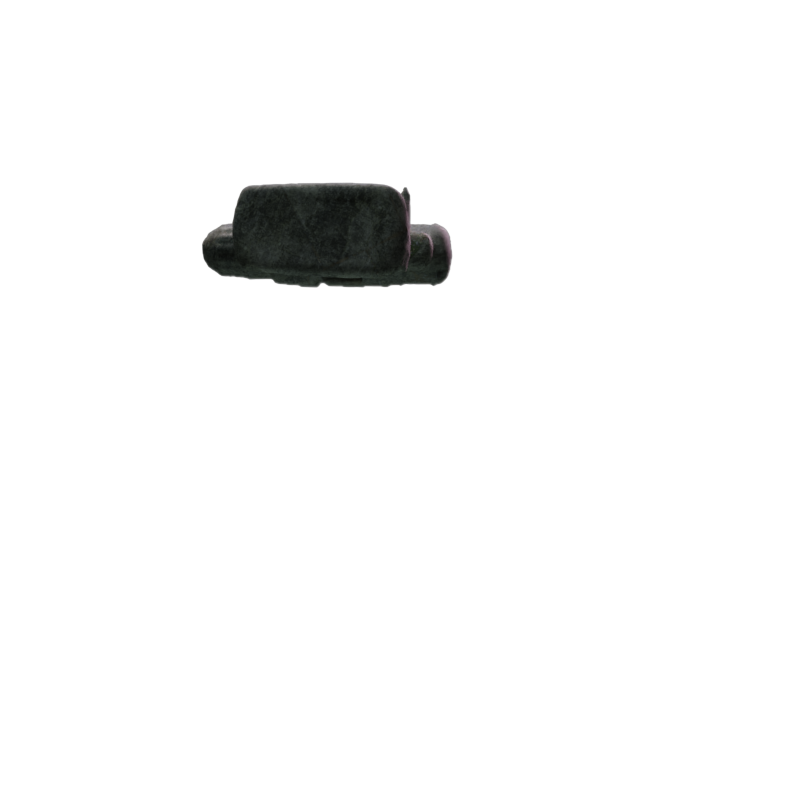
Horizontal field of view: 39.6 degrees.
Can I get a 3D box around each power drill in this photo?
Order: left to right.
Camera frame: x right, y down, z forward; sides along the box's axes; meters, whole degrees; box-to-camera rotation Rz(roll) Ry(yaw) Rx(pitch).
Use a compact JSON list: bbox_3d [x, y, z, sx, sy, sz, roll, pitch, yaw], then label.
[{"bbox_3d":[-0.059,-0.107,0.747,0.186,0.057,0.186,0,3,5],"label":"power drill"}]
